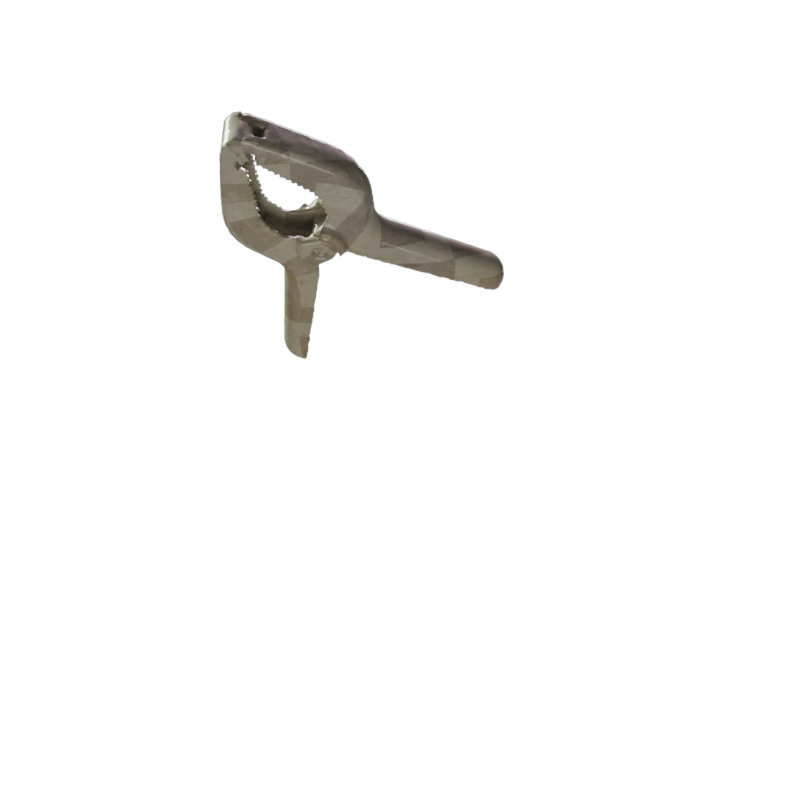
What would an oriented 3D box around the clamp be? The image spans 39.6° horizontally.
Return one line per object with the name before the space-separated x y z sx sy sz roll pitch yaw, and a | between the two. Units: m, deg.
clamp | -0.055 -0.101 0.708 0.165 0.039 0.195 -26 -45 29
